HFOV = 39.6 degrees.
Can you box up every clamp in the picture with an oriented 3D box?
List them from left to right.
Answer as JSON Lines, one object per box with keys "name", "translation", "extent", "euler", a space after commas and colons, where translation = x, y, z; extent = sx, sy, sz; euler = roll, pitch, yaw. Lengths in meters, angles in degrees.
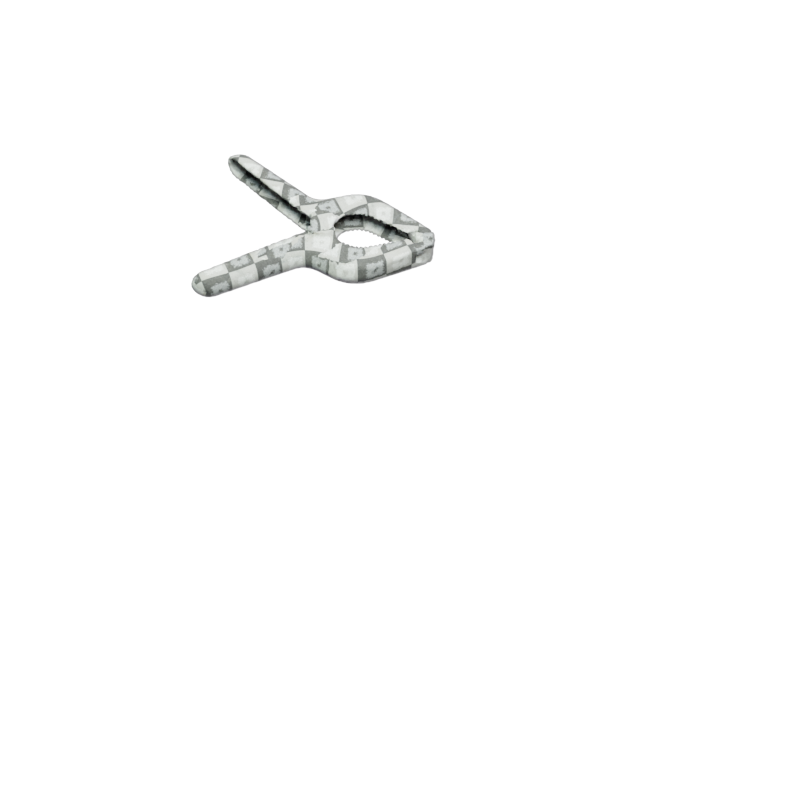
{"name": "clamp", "translation": [-0.077, -0.141, 0.987], "extent": [0.214, 0.173, 0.034], "euler": [12, -36, 9]}
